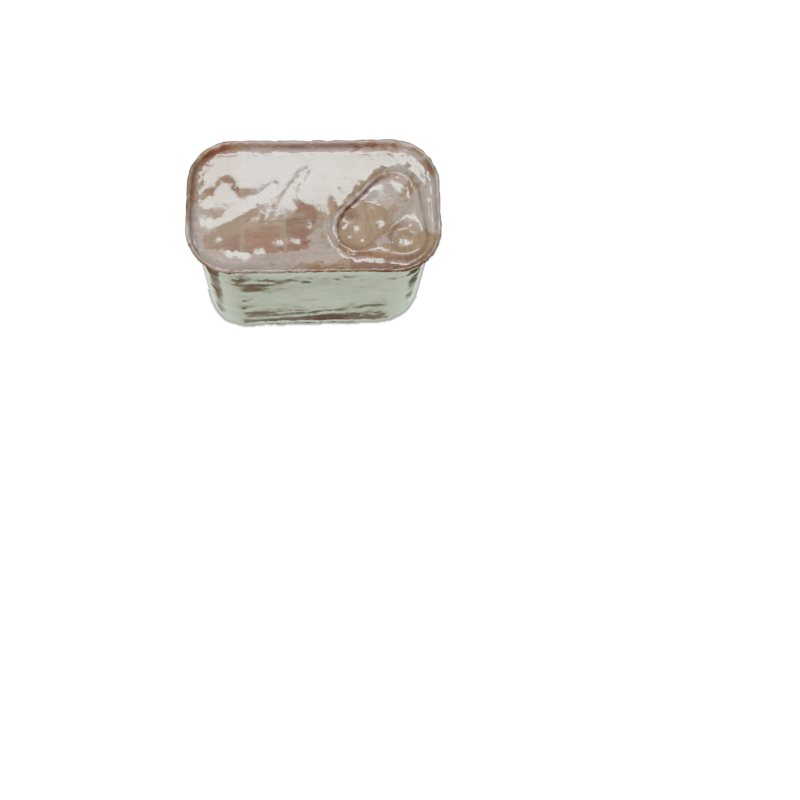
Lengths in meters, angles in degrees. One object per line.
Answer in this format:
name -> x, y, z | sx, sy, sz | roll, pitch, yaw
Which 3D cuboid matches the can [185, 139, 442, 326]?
can -> -0.037, -0.069, 0.479 | 0.102, 0.060, 0.080 | -1, -16, -2
